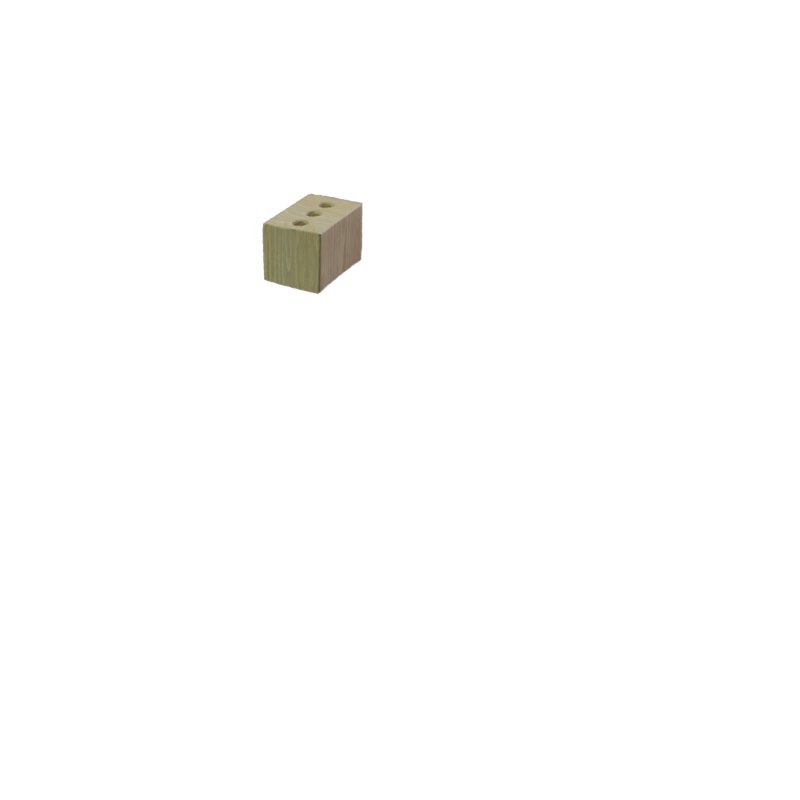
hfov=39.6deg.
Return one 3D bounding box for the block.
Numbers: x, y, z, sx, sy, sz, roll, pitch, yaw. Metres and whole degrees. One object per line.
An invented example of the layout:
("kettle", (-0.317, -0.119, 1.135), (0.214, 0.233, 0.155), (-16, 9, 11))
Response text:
("block", (-0.070, -0.128, 0.896), (0.055, 0.048, 0.079), (13, 31, 22))
